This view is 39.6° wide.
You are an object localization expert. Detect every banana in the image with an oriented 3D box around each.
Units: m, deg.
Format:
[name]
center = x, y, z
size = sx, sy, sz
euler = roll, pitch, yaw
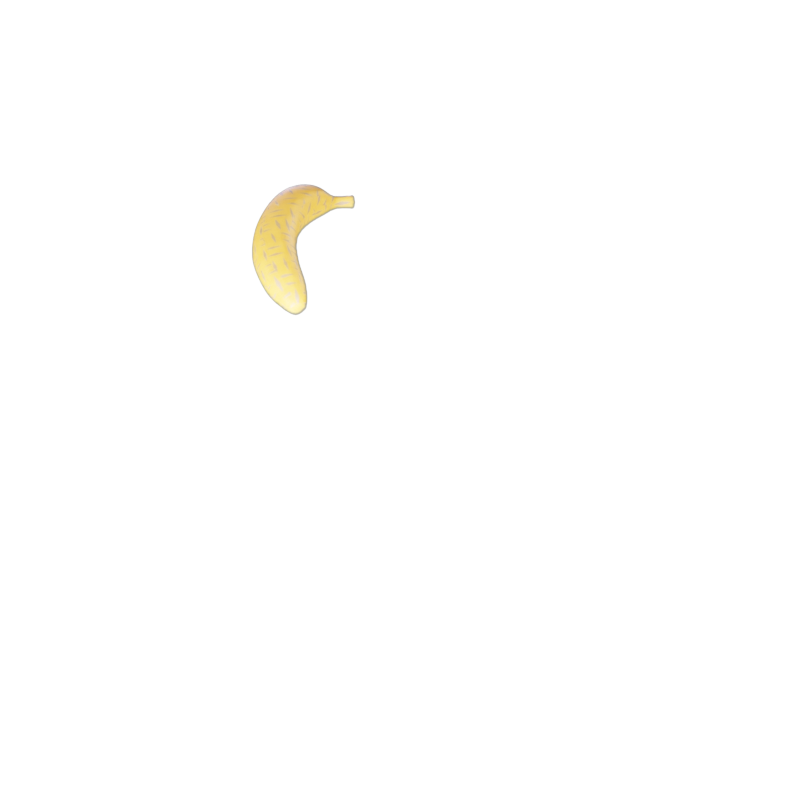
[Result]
[banana]
center = -0.091, -0.139, 0.943
size = 0.071, 0.034, 0.208
euler = 7, 37, 8
